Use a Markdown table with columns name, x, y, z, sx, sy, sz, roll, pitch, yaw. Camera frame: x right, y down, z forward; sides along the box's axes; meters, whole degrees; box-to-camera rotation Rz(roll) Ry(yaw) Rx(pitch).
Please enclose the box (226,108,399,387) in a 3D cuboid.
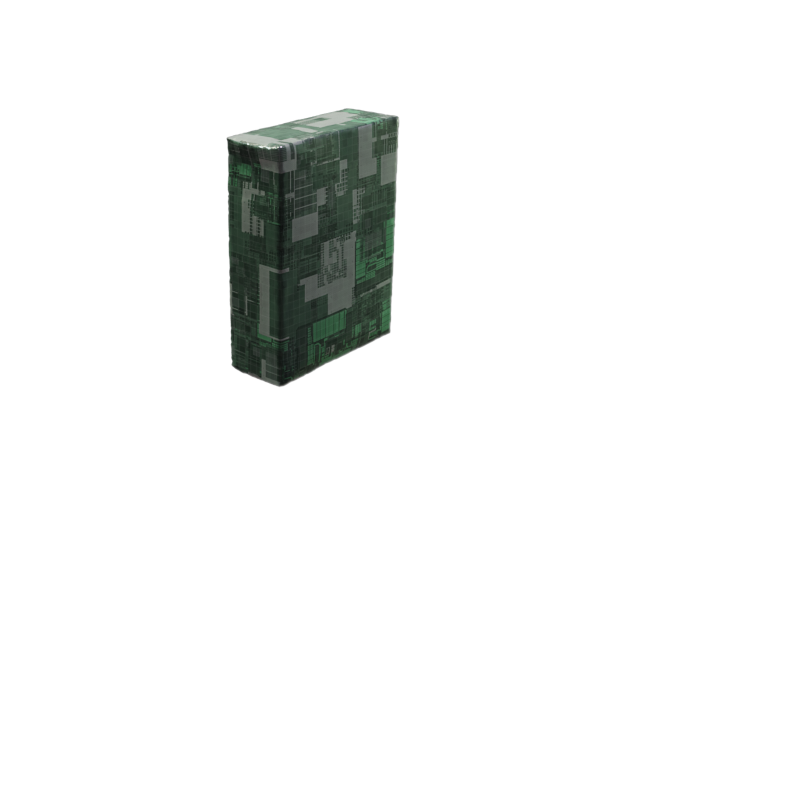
| name | x | y | z | sx | sy | sz | roll | pitch | yaw |
| --- | --- | --- | --- | --- | --- | --- | --- | --- | --- |
| box | -0.078 | -0.141 | 0.991 | 0.076 | 0.205 | 0.163 | 15 | 25 | 34 |
